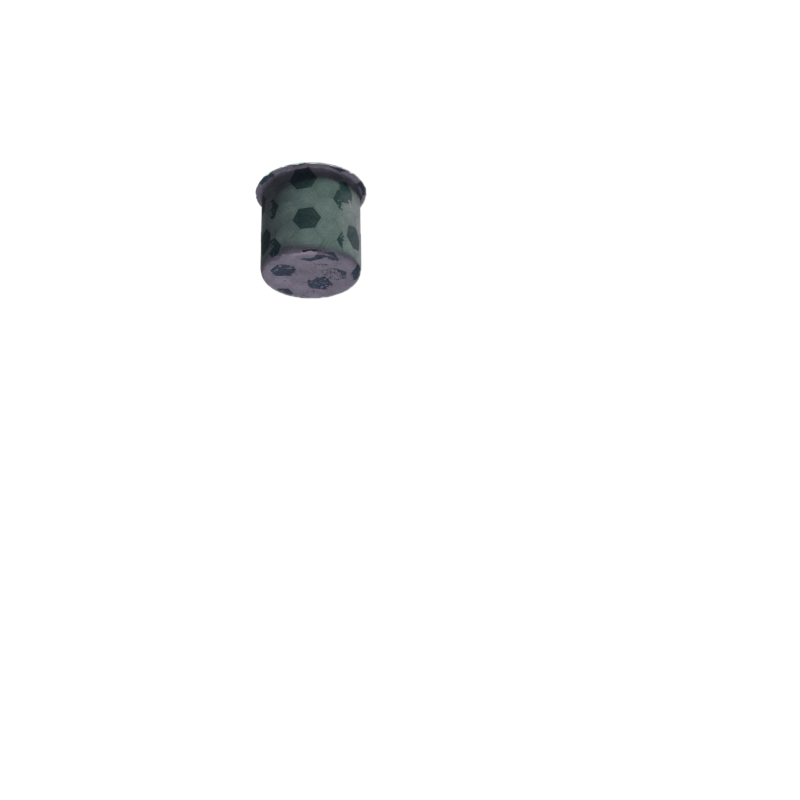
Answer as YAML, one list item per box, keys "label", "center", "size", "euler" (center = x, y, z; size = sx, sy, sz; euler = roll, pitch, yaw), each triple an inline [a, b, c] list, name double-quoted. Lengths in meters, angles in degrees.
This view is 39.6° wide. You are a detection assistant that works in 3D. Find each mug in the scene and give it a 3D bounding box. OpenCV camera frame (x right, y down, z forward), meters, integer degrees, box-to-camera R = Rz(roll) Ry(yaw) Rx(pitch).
- label: "mug"
  center: [-0.072, -0.131, 0.919]
  size: [0.094, 0.087, 0.109]
  euler: [-4, -26, 6]
